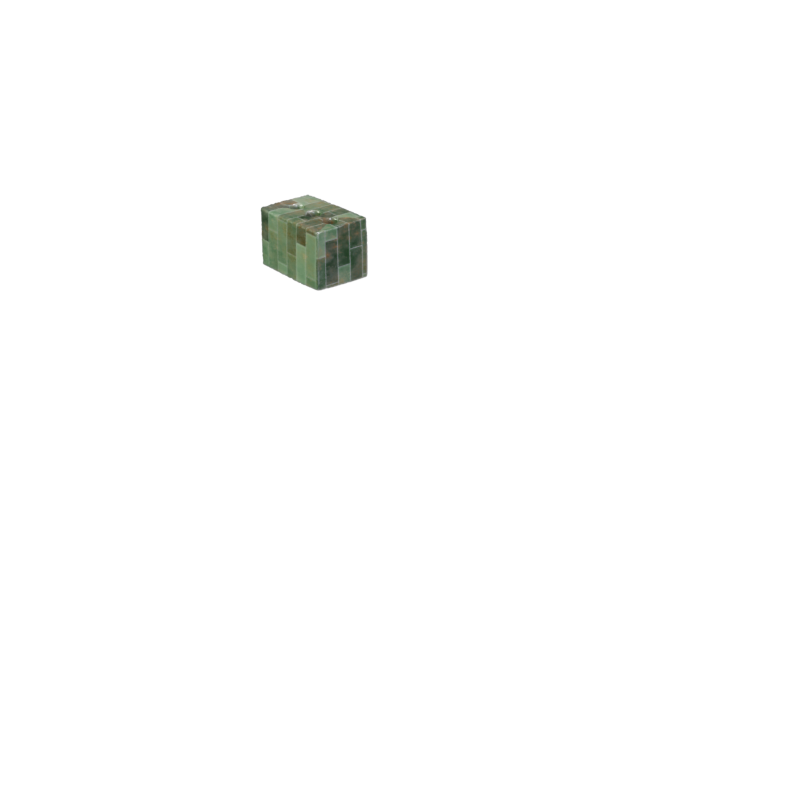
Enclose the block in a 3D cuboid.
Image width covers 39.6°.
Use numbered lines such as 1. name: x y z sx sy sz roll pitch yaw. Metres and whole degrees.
1. block: -0.071 -0.129 0.904 0.052 0.049 0.083 -20 33 -37
